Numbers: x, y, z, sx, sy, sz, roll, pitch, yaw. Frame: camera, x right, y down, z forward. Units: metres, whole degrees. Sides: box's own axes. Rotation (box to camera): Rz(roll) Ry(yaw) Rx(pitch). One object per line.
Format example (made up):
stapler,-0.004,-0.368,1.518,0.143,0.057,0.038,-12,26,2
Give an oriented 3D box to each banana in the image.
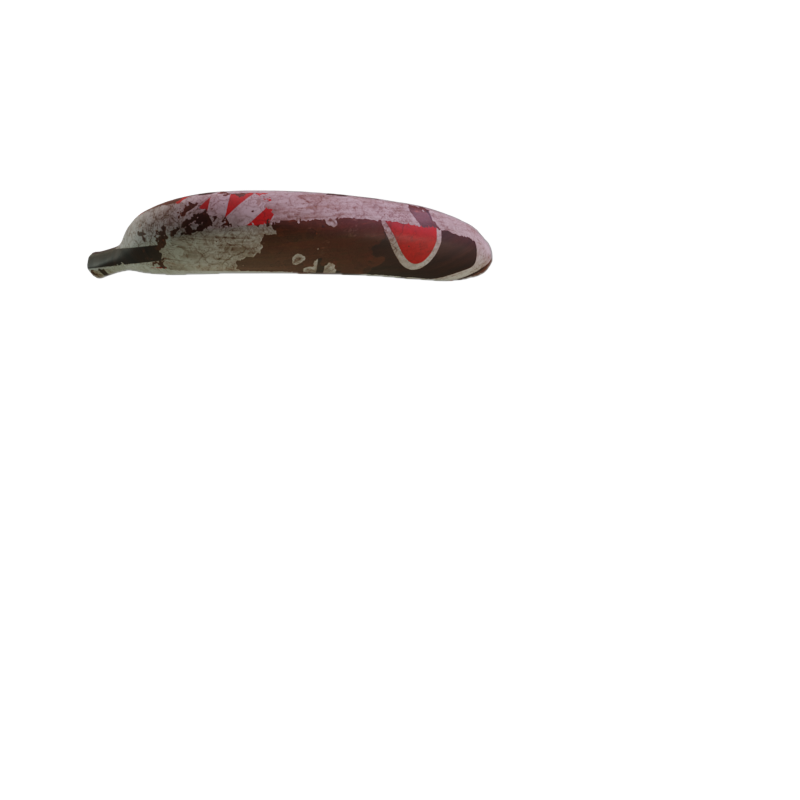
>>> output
banana,-0.037,-0.073,0.500,0.193,0.037,0.071,-1,1,-18
